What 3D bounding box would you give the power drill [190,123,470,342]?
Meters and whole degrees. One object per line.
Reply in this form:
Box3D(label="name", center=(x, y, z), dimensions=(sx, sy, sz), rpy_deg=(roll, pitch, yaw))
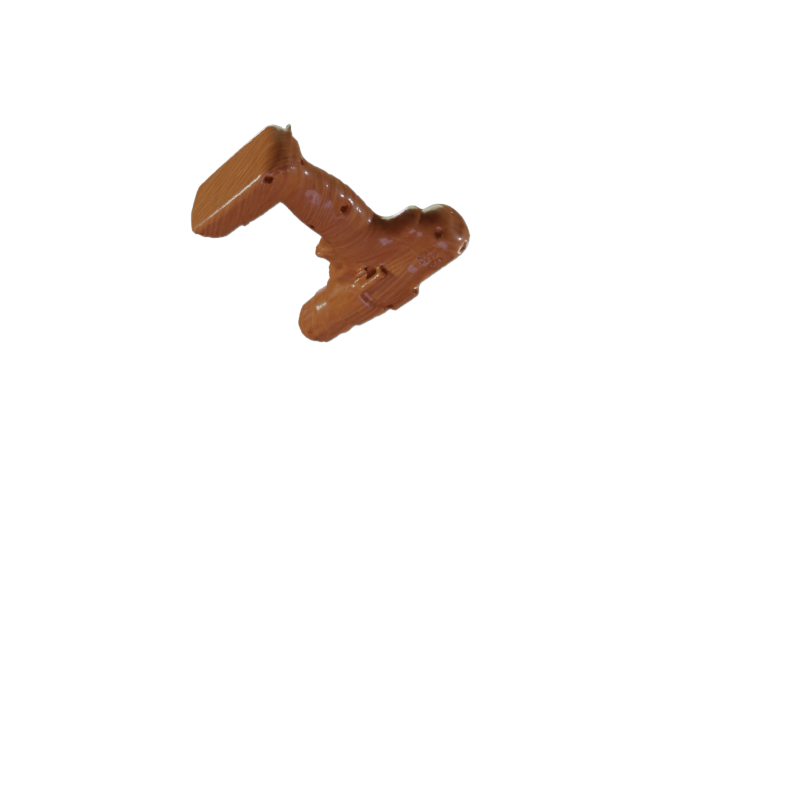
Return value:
Box3D(label="power drill", center=(-0.068, -0.125, 0.873), dimensions=(0.177, 0.062, 0.182), rpy_deg=(28, -46, -32))
